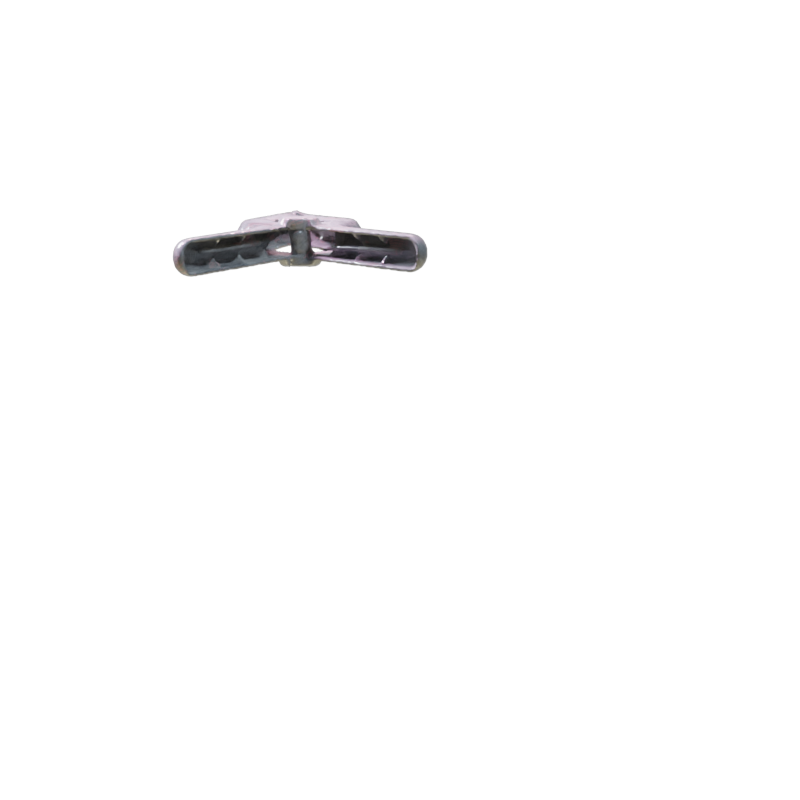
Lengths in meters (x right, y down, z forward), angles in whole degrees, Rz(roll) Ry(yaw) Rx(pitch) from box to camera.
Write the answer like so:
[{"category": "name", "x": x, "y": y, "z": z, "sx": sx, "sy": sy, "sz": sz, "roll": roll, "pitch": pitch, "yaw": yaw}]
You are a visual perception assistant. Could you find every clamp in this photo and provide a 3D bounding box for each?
[{"category": "clamp", "x": -0.063, "y": -0.115, "z": 0.804, "sx": 0.165, "sy": 0.035, "sz": 0.214, "roll": 1, "pitch": 14, "yaw": 3}]
